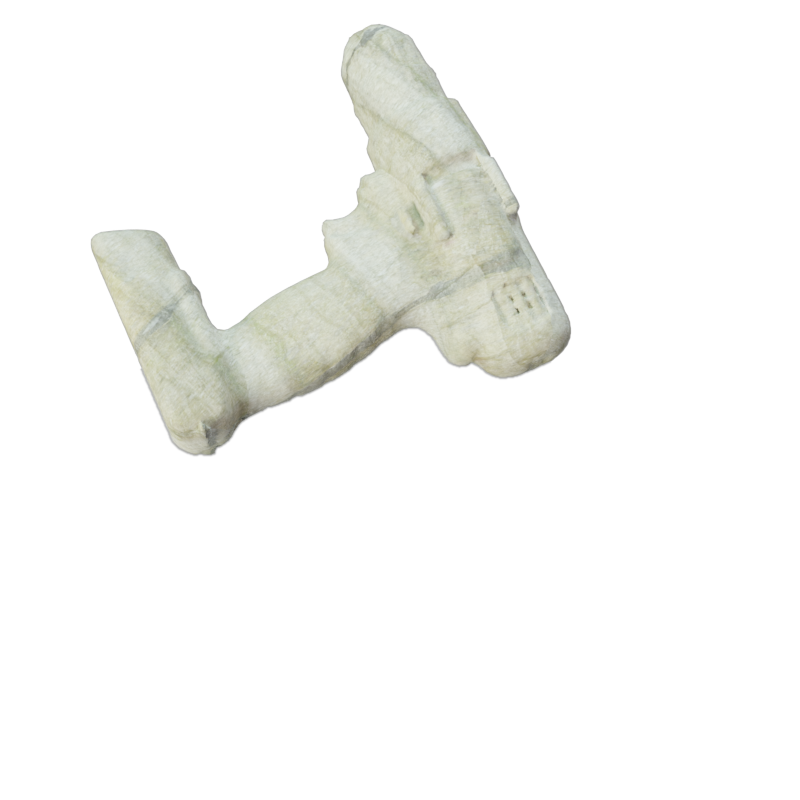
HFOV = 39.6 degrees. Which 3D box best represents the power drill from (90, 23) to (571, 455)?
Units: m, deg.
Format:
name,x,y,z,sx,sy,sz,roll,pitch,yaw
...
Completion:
name,x,y,z,sx,sy,sz,roll,pitch,yaw
power drill,-0.039,-0.072,0.504,0.187,0.194,0.055,-23,-19,-9
